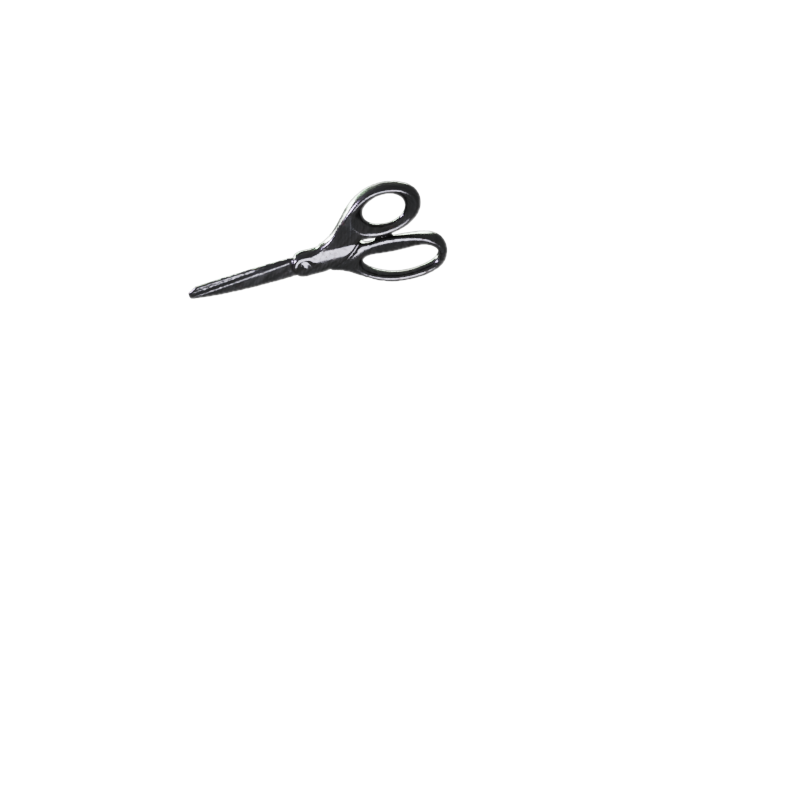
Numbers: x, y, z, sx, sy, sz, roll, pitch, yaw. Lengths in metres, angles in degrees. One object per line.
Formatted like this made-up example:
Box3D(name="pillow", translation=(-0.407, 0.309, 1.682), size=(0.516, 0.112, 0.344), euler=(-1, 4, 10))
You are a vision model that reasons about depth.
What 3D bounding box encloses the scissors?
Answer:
Box3D(name="scissors", translation=(-0.066, -0.120, 0.839), size=(0.202, 0.090, 0.017), euler=(-2, 38, 2))
